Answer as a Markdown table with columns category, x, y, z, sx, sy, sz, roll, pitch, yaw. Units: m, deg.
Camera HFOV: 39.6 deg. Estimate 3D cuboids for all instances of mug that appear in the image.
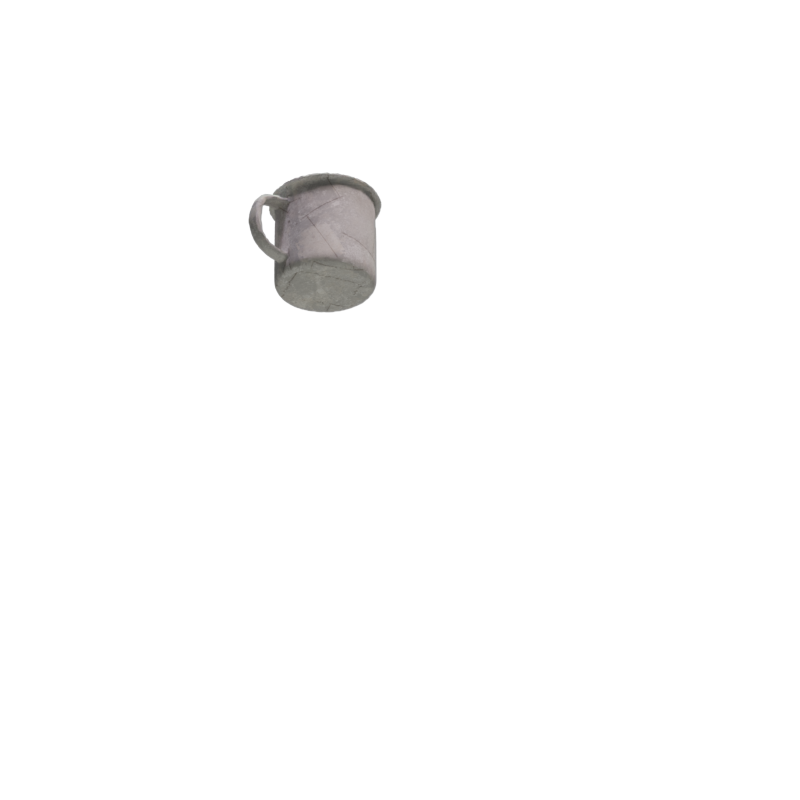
| category | x | y | z | sx | sy | sz | roll | pitch | yaw |
| --- | --- | --- | --- | --- | --- | --- | --- | --- | --- |
| mug | -0.070 | -0.127 | 0.889 | 0.111 | 0.087 | 0.093 | 21 | -36 | -34 |
